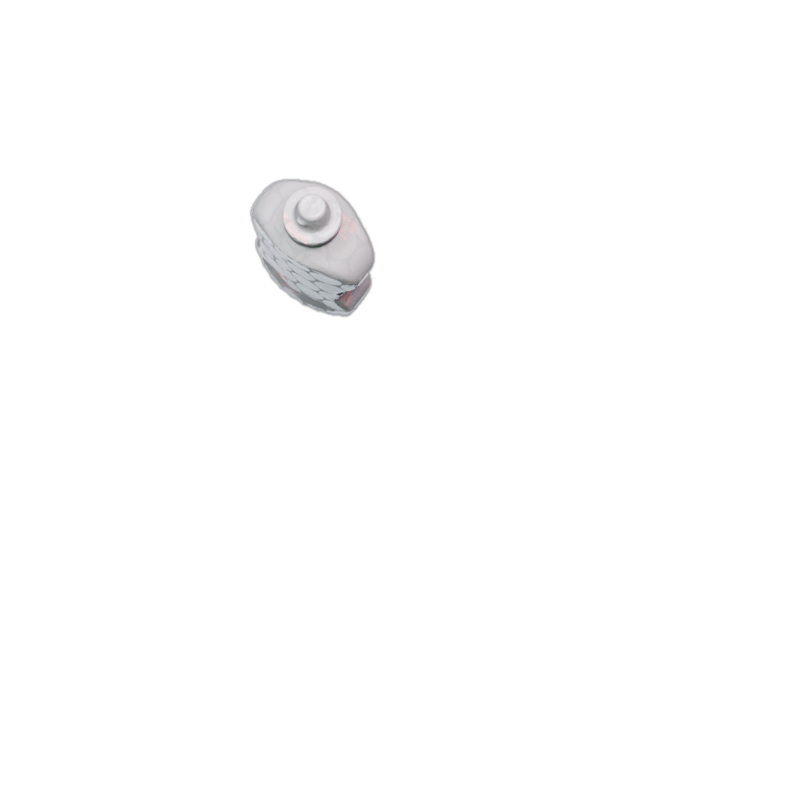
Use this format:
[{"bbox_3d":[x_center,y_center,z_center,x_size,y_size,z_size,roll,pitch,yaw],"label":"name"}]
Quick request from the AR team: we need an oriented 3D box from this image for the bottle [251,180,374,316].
[{"bbox_3d":[-0.064,-0.116,0.818,0.098,0.059,0.187,39,-8,3],"label":"bottle"}]
